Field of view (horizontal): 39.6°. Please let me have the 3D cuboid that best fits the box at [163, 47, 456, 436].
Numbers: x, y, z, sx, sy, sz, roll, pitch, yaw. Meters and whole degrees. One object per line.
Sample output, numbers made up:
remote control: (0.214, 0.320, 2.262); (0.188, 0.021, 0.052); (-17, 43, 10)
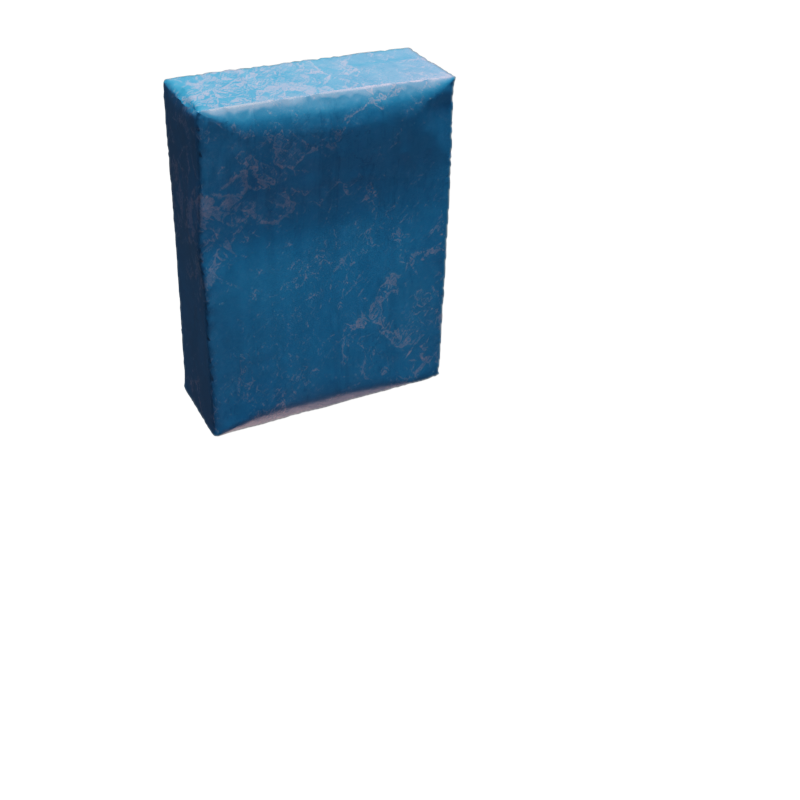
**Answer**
box: (-0.054, -0.098, 0.688); (0.161, 0.202, 0.077); (-13, 32, -23)
